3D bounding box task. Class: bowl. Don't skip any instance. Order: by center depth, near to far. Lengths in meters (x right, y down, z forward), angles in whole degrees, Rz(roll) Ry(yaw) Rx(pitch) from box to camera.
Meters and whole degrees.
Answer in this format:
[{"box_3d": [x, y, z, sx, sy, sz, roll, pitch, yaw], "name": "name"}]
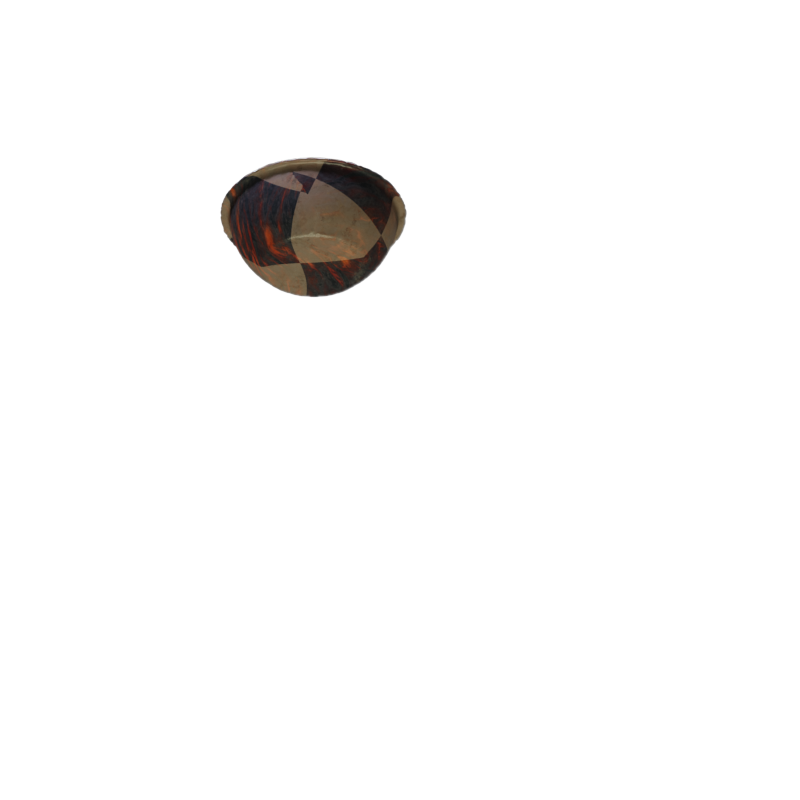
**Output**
[{"box_3d": [-0.074, -0.136, 0.950, 0.162, 0.059, 0.152, 1, -31, -2], "name": "bowl"}]
